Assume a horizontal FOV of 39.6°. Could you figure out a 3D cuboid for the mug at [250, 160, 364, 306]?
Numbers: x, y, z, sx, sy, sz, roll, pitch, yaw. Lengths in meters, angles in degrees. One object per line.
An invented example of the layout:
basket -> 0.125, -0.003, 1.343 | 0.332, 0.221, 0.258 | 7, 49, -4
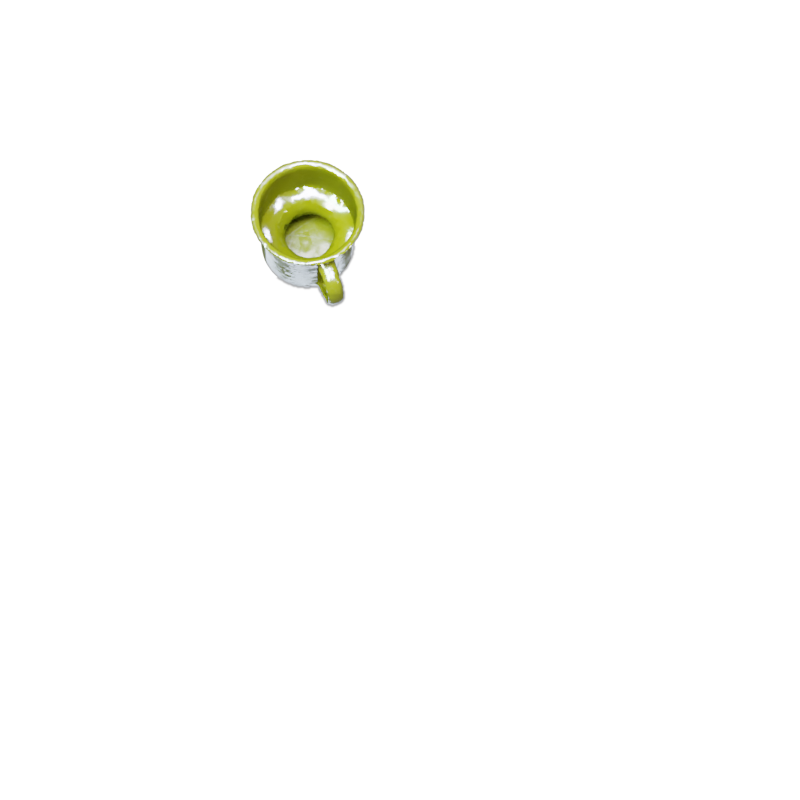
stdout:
mug -> -0.073, -0.134, 0.935 | 0.093, 0.123, 0.078 | -22, -16, -9
